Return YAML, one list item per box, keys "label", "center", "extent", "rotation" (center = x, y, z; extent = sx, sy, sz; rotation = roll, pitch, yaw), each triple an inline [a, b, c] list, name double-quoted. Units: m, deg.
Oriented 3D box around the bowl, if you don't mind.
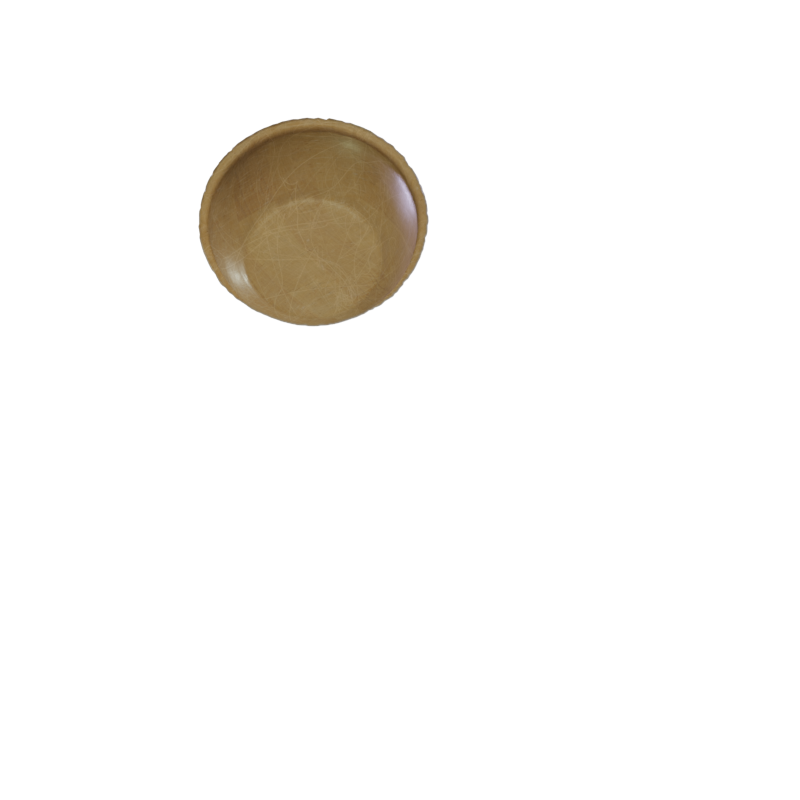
- label: "bowl"
  center: [-0.059, -0.108, 0.758]
  extent: [0.162, 0.153, 0.058]
  rotation: [1, 29, -1]
